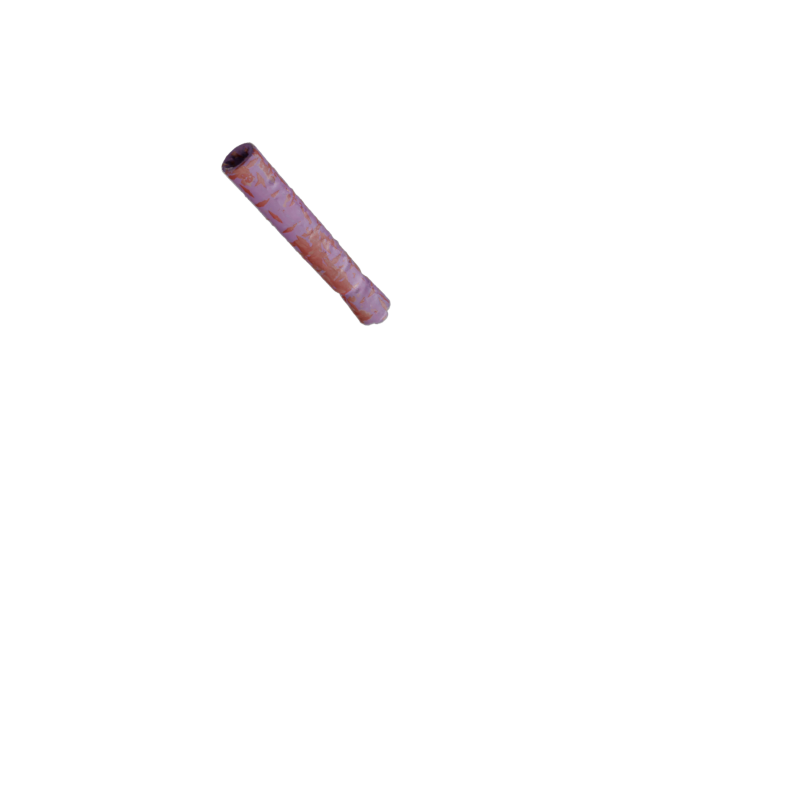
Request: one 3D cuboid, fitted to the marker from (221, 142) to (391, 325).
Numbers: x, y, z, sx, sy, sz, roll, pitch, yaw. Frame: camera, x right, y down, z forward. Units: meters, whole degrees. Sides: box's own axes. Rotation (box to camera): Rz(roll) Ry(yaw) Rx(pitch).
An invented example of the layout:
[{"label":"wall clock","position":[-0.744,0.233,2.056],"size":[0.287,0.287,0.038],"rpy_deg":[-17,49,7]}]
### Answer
[{"label":"marker","position":[-0.041,-0.075,0.529],"size":[0.021,0.020,0.112],"rpy_deg":[3,-35,46]}]
